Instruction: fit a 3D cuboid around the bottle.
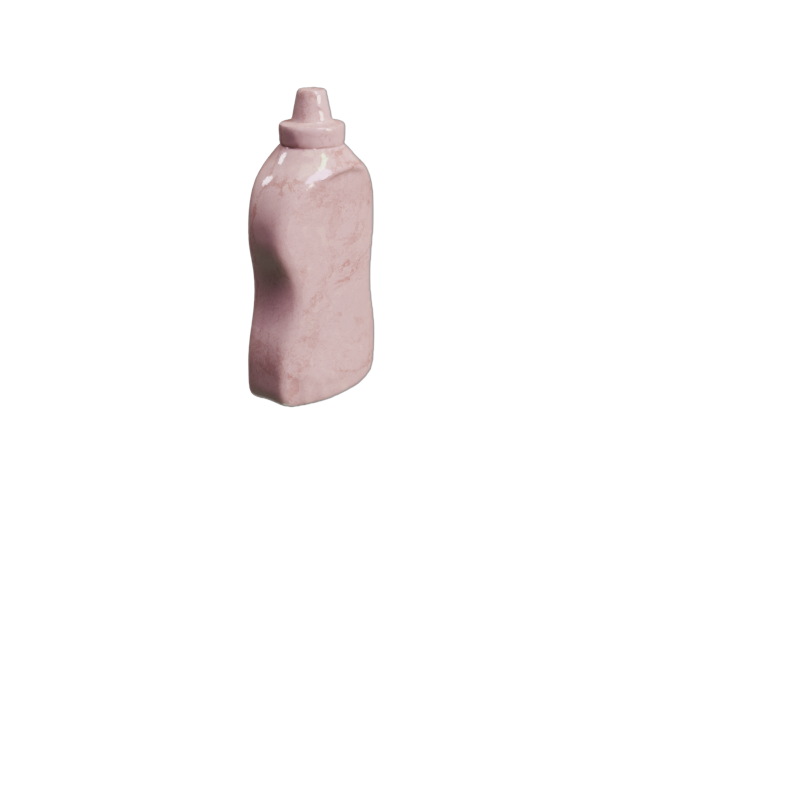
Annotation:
[{"bbox_3d":[-0.055,-0.099,0.695,0.061,0.184,0.095,14,22,36],"label":"bottle"}]
